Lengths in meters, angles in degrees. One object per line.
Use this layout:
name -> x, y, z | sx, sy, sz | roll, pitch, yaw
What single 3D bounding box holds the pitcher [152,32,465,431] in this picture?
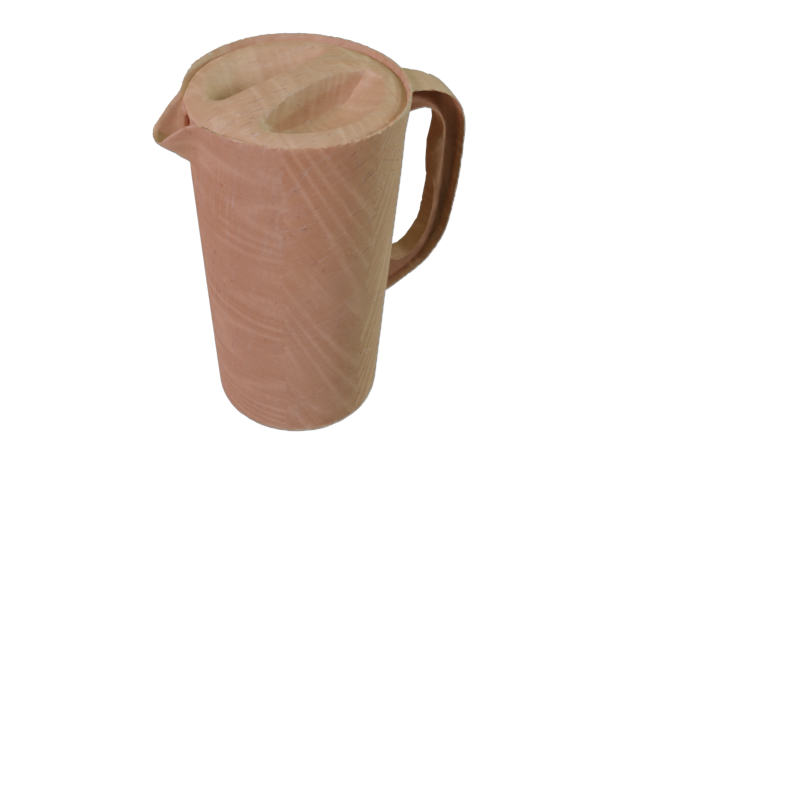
pitcher -> -0.055, -0.100, 0.703 | 0.155, 0.227, 0.150 | 18, 44, 17
